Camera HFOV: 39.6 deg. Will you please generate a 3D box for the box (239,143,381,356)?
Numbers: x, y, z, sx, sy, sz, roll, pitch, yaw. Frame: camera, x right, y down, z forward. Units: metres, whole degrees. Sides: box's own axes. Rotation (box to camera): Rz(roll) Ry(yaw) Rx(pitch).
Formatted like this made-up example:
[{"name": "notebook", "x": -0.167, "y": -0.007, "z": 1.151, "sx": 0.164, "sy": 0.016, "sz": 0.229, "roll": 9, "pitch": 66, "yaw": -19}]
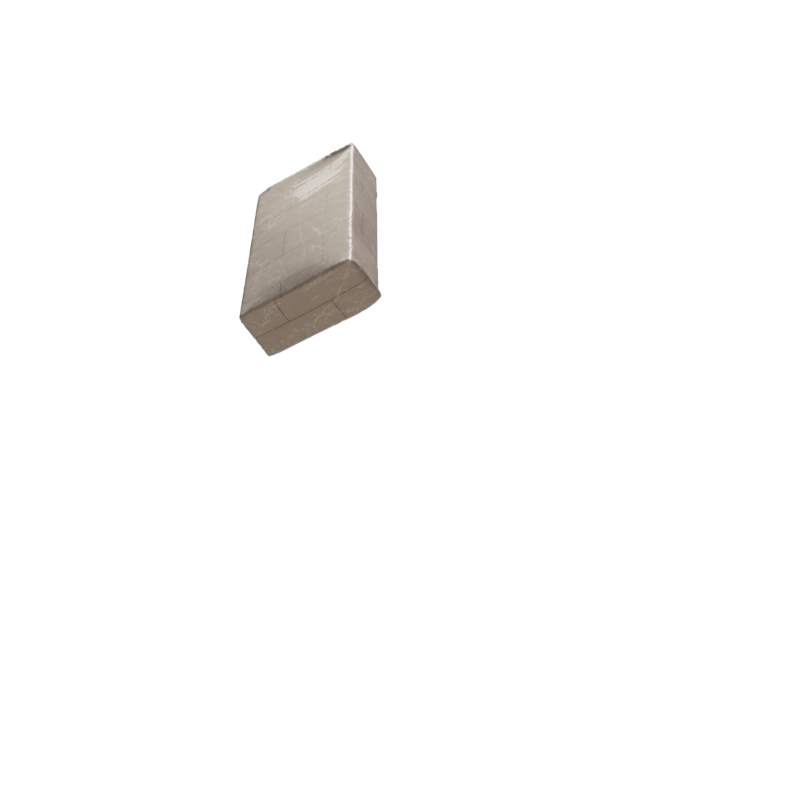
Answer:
[{"name": "box", "x": -0.064, "y": -0.117, "z": 0.816, "sx": 0.093, "sy": 0.045, "sz": 0.189, "roll": -26, "pitch": 35, "yaw": 16}]
